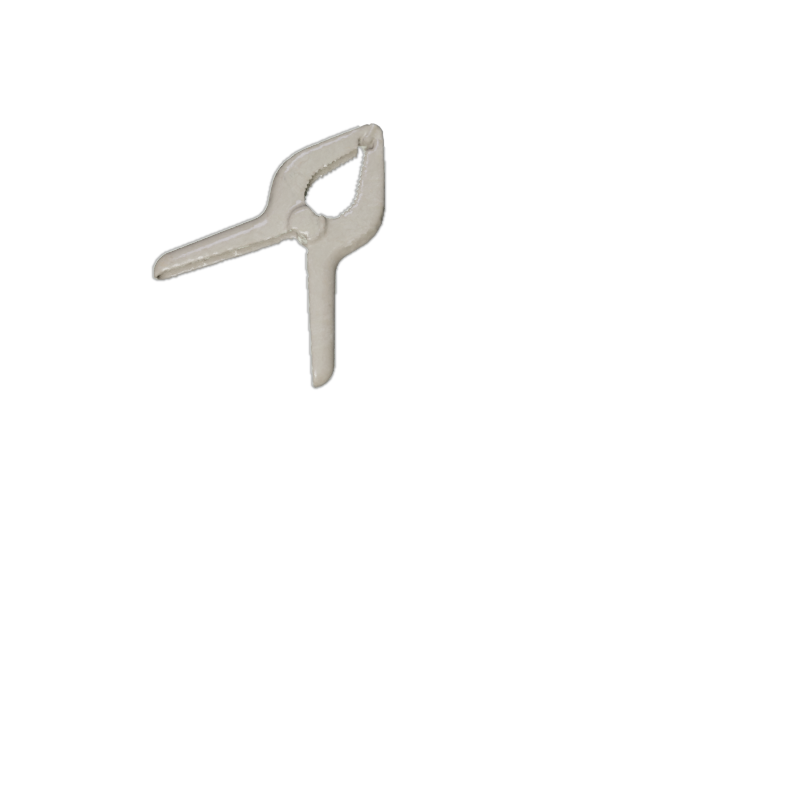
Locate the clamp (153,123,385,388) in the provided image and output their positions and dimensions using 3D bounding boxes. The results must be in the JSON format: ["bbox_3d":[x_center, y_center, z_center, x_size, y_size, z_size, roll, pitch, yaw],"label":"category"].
[{"bbox_3d":[-0.069,-0.125,0.879,0.169,0.212,0.035,40,-11,9],"label":"clamp"}]
